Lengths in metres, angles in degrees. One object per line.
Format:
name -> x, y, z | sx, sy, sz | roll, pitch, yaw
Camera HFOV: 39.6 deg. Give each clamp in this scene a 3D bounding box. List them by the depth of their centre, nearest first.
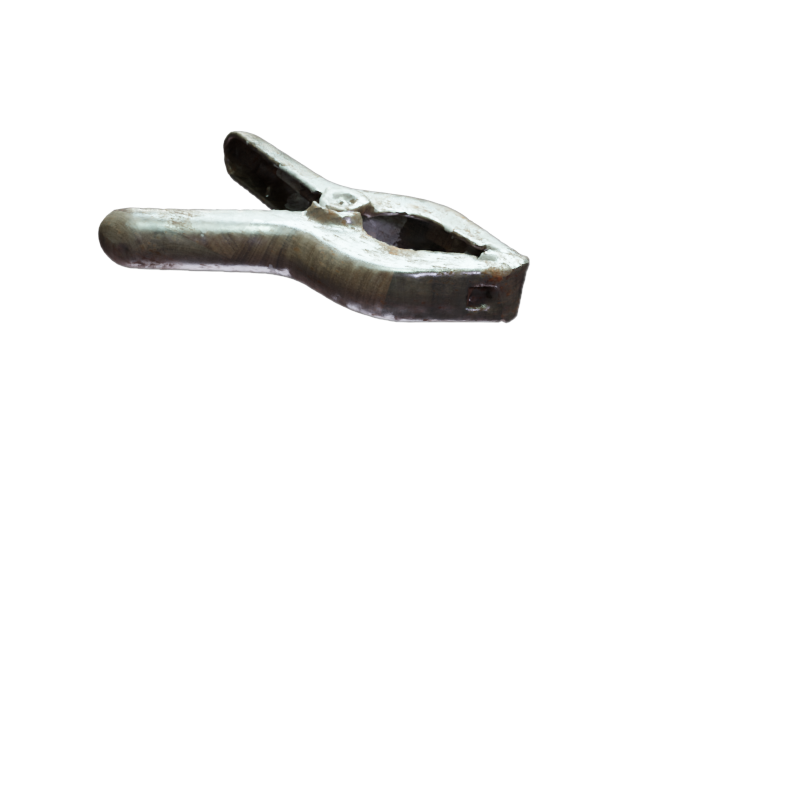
clamp -> -0.036, -0.066, 0.465 | 0.180, 0.037, 0.122 | 21, 42, 25
